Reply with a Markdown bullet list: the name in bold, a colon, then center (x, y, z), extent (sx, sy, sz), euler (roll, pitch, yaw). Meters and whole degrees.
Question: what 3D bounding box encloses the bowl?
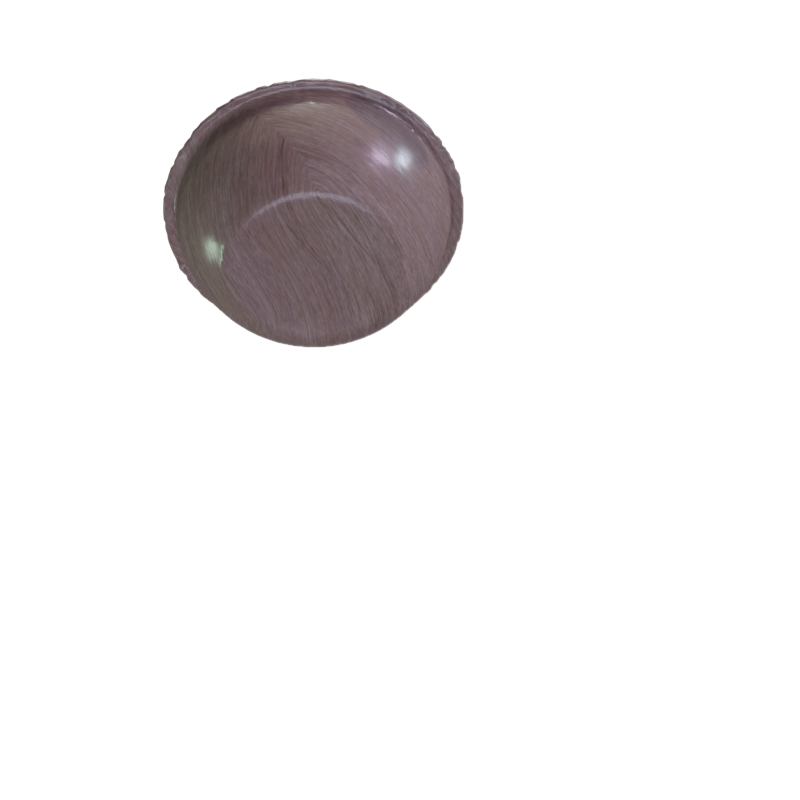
- **bowl**: center (-0.045, -0.082, 0.577), extent (0.162, 0.152, 0.059), euler (1, 35, -1)
